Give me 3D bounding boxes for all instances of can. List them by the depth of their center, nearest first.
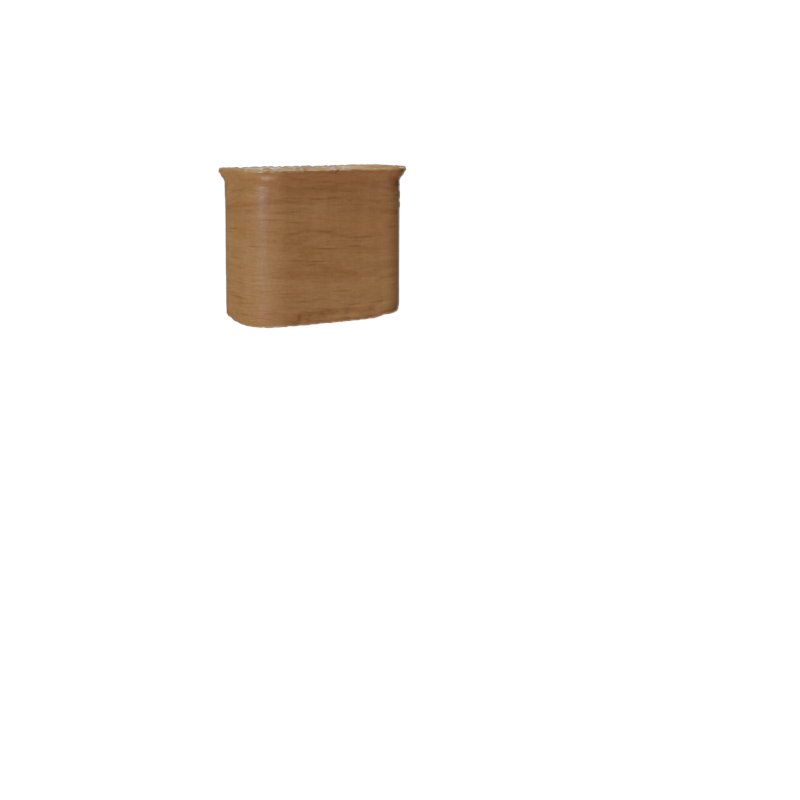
[{"bbox_3d":[-0.048,-0.088,0.614,0.099,0.082,0.060,-6,10,-30],"label":"can"}]
